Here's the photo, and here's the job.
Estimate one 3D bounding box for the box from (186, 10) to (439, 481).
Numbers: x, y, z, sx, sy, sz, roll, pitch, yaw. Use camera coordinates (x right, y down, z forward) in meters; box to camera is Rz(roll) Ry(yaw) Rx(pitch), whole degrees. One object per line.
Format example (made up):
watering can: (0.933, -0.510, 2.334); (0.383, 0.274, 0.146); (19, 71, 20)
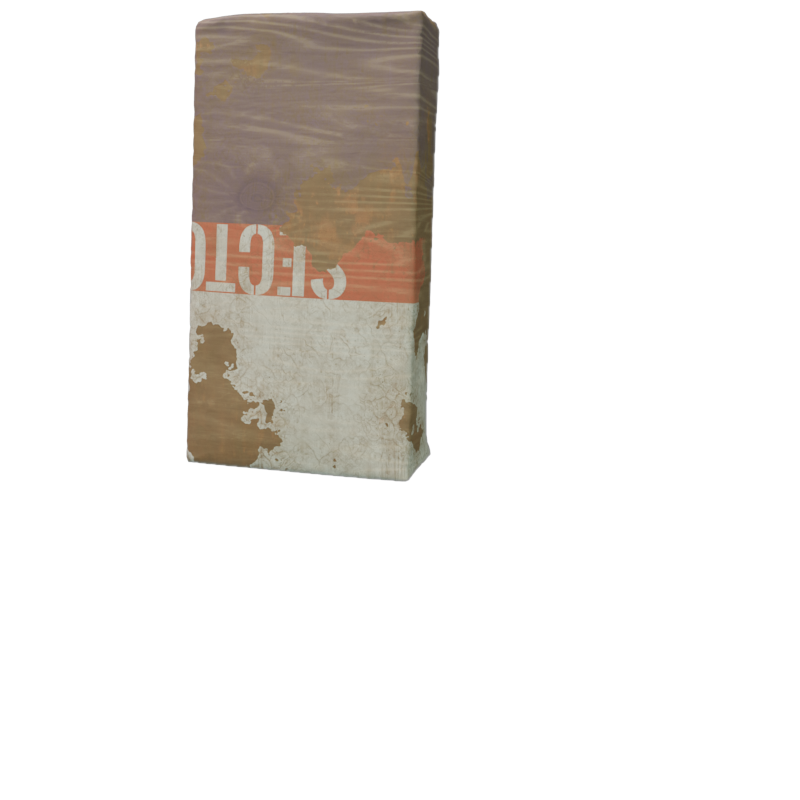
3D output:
box: (-0.035, -0.063, 0.438); (0.095, 0.174, 0.048); (2, 5, 15)
